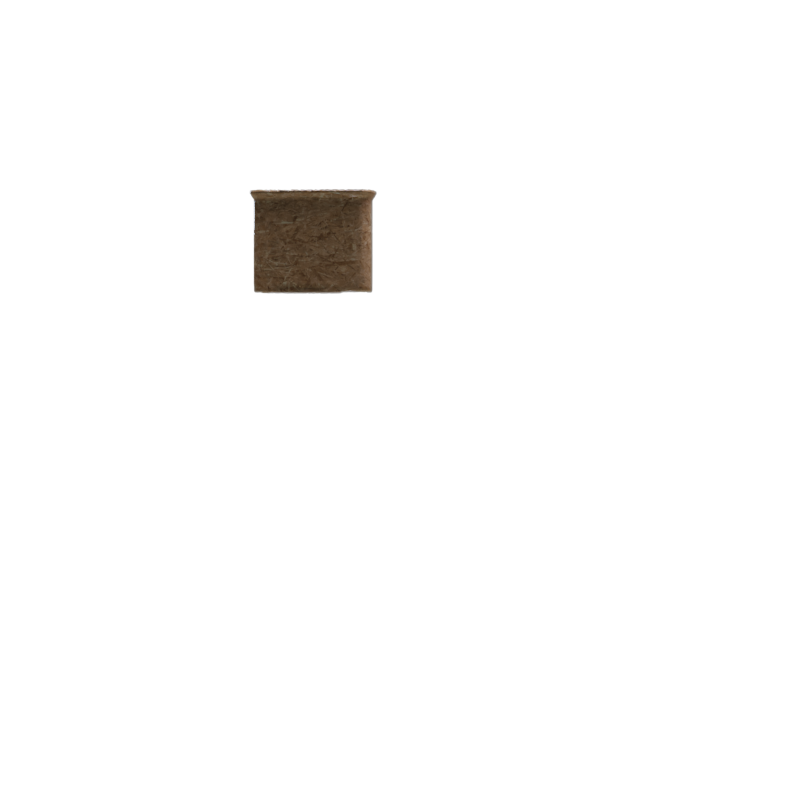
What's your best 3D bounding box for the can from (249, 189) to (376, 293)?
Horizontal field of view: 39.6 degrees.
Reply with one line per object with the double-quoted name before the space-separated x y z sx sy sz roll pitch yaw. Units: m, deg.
"can" -0.071 -0.130 0.909 0.103 0.084 0.057 1 2 10
